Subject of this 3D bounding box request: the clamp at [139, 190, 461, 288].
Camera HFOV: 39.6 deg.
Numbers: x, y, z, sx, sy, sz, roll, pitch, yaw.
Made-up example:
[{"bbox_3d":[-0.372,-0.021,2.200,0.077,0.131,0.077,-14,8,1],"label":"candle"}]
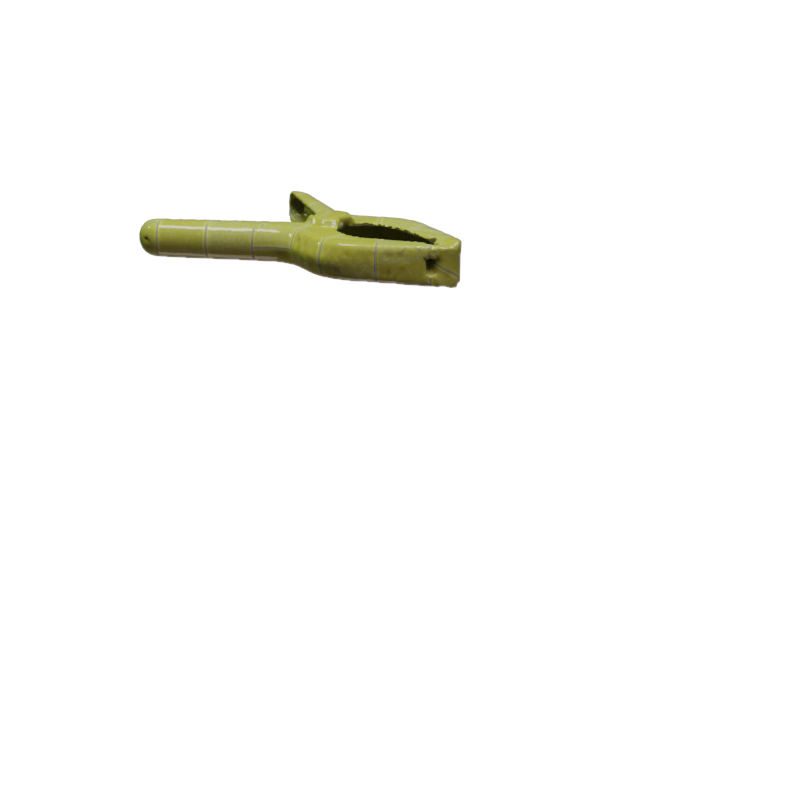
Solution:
[{"bbox_3d":[-0.057,-0.104,0.732,0.222,0.035,0.162,19,28,41],"label":"clamp"}]
